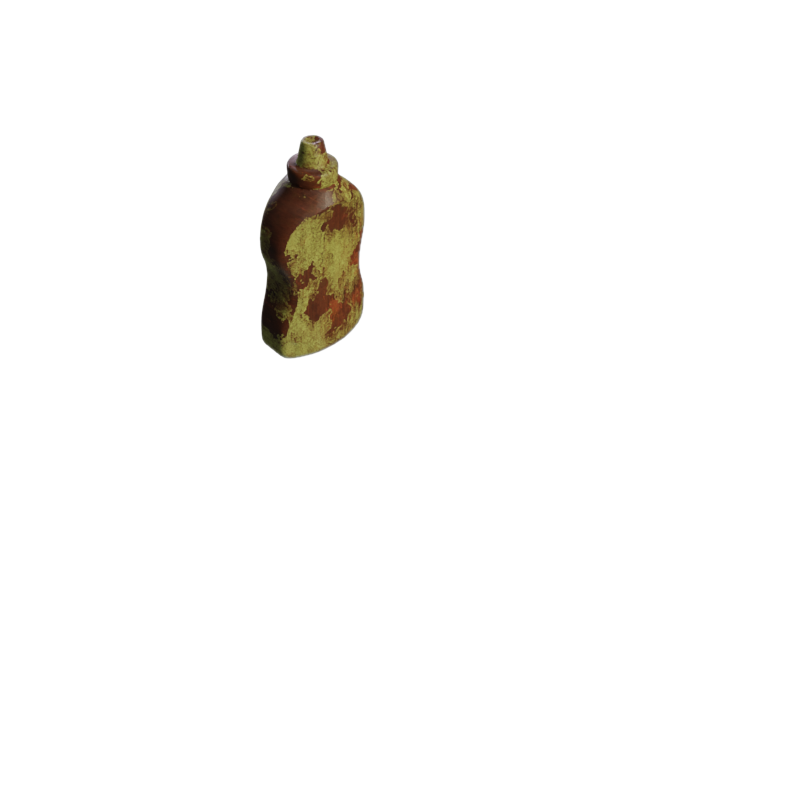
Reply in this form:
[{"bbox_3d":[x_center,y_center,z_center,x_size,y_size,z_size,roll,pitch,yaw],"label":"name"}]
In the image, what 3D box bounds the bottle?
[{"bbox_3d":[-0.072,-0.131,0.914,0.096,0.179,0.063,-28,48,-33],"label":"bottle"}]
